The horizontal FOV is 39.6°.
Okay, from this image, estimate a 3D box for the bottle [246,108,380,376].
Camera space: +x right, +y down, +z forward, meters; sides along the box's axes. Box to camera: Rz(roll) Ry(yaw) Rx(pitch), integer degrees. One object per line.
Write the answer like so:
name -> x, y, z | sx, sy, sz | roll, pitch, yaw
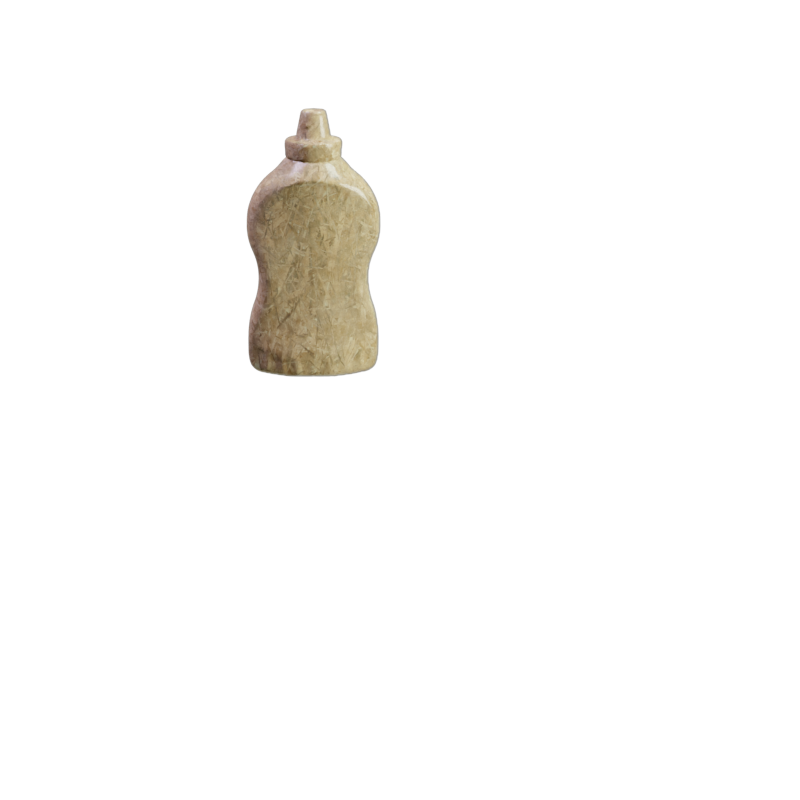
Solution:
bottle -> -0.063, -0.115, 0.802 | 0.096, 0.184, 0.061 | 1, 17, -1
